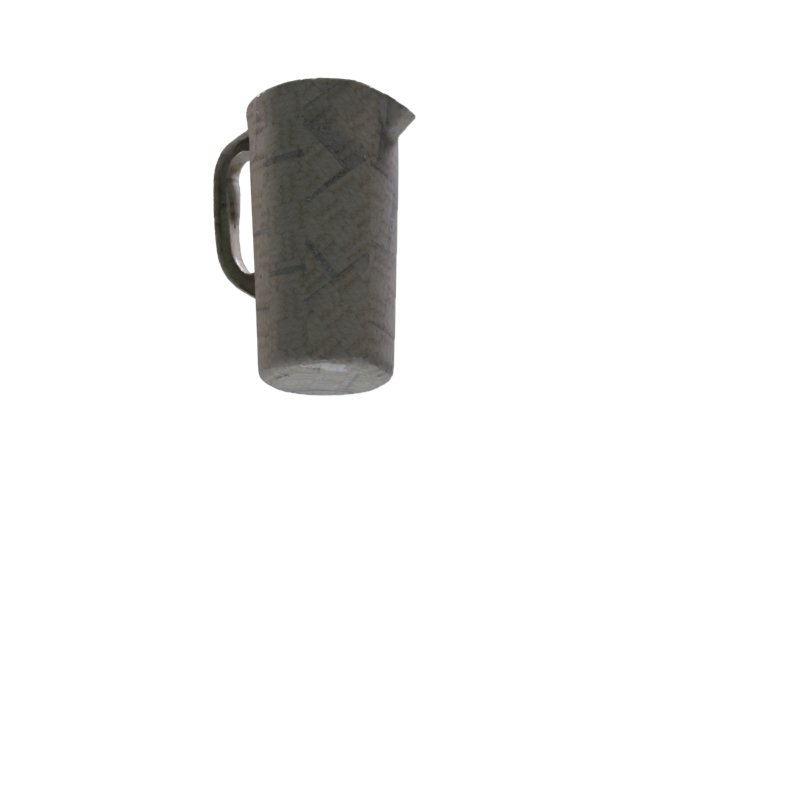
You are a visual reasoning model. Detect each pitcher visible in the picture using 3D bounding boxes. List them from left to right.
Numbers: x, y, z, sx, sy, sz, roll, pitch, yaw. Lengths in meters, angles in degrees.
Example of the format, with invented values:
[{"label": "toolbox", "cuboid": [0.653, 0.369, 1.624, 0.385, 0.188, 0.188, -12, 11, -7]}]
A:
[{"label": "pitcher", "cuboid": [-0.072, -0.131, 0.919, 0.141, 0.254, 0.147, 5, -18, -20]}]
